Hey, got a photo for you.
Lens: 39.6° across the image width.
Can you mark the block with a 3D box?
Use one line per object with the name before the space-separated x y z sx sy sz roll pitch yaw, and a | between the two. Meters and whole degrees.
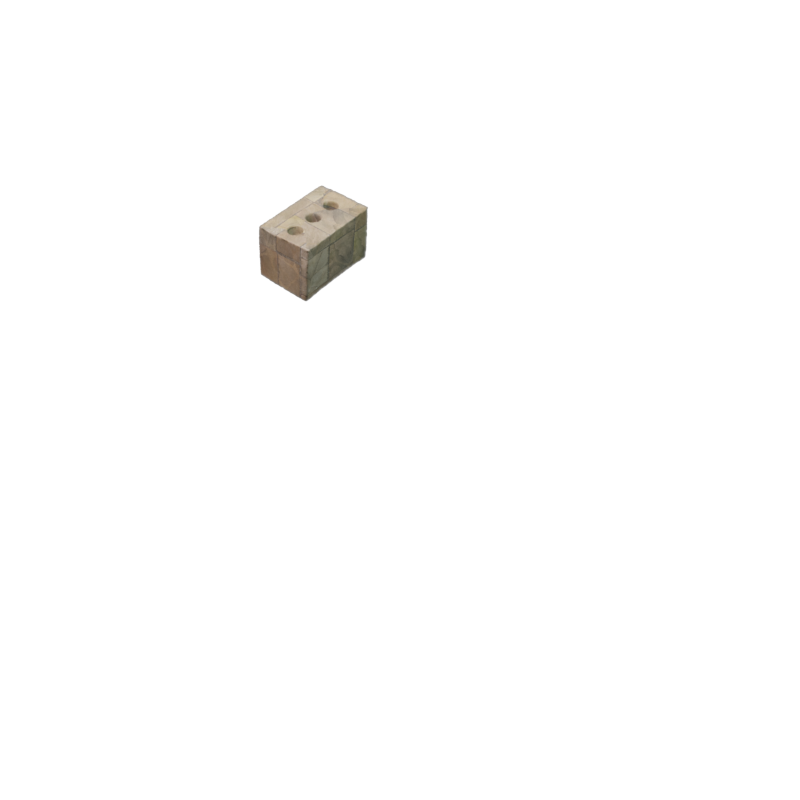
block | -0.070 -0.128 0.899 0.056 0.048 0.079 28 49 26
